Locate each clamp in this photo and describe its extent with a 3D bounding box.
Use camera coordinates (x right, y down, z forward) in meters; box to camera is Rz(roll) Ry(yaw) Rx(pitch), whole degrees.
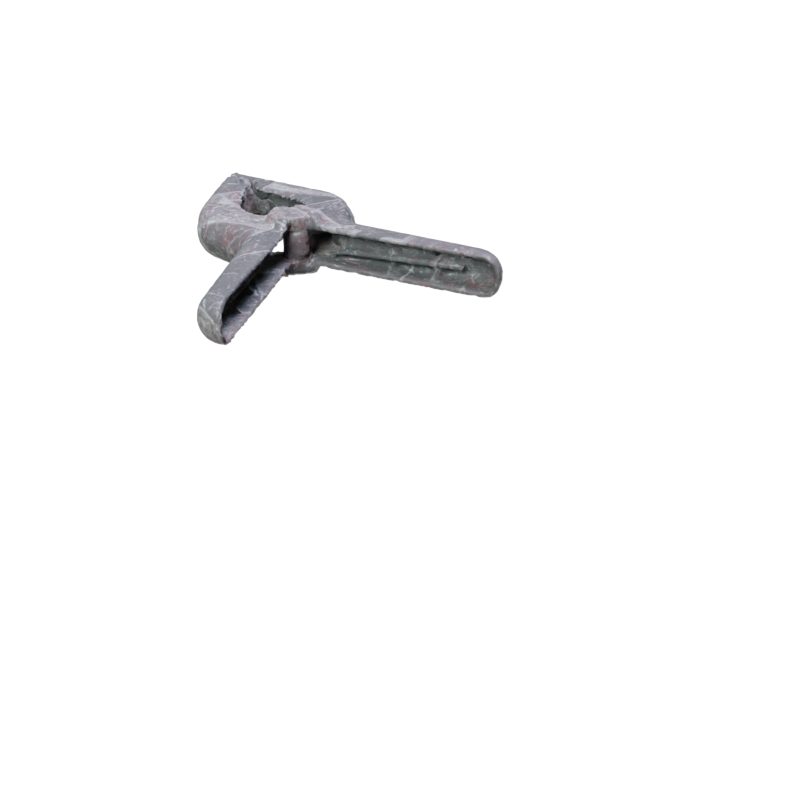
[{"bbox_3d":[-0.050,-0.091,0.637,0.162,0.035,0.224,-8,27,-16],"label":"clamp"}]
